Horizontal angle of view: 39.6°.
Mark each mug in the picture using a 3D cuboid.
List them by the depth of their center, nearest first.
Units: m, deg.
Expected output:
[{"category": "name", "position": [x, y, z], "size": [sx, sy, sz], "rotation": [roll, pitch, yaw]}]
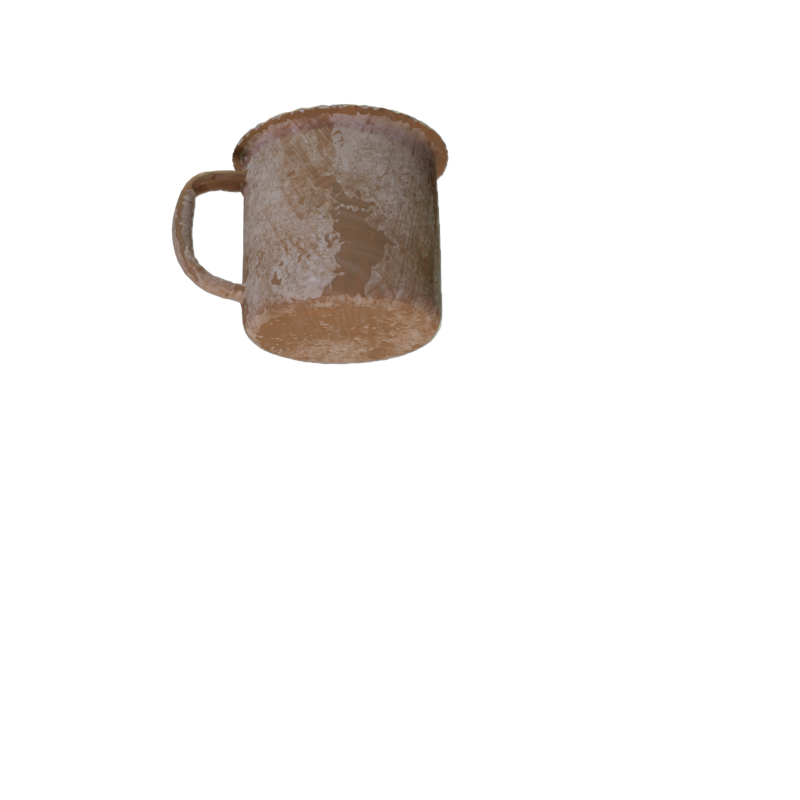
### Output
[{"category": "mug", "position": [-0.036, -0.066, 0.460], "size": [0.115, 0.086, 0.091], "rotation": [5, -21, -15]}]
